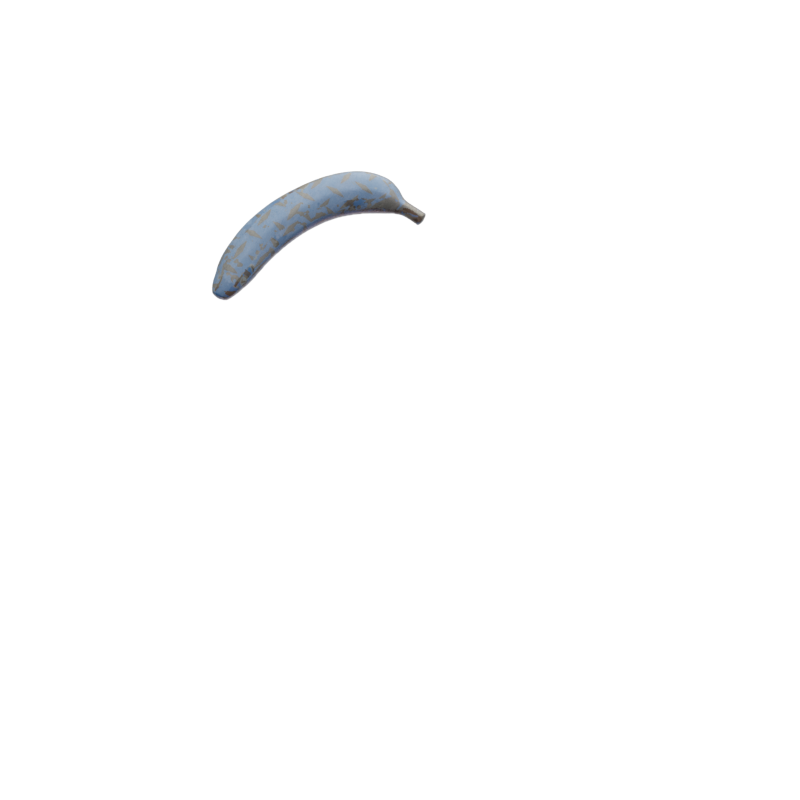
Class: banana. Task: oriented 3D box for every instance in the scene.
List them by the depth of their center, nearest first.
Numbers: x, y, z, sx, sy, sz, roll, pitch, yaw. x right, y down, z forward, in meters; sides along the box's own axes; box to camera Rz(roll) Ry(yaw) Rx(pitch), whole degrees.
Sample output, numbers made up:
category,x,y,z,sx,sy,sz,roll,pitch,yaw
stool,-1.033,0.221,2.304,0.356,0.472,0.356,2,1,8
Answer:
category,x,y,z,sx,sy,sz,roll,pitch,yaw
banana,-0.078,-0.151,0.945,0.197,0.074,0.035,-24,-26,-13
